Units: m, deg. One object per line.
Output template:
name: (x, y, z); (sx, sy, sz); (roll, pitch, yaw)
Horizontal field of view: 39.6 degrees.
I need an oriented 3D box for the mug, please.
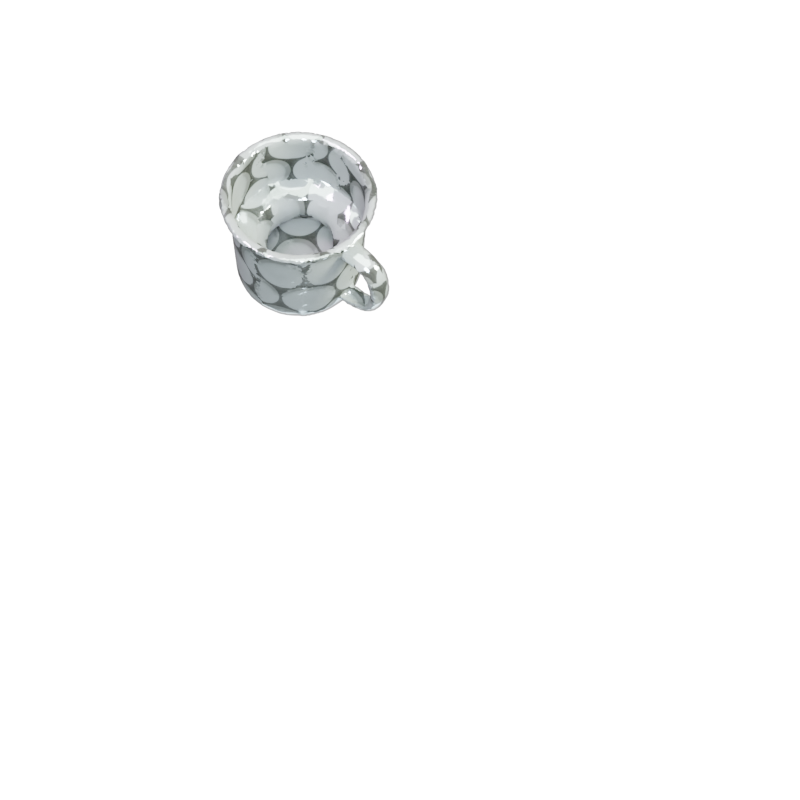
mug: (-0.053, -0.097, 0.681); (0.123, 0.095, 0.077); (37, -23, 17)
